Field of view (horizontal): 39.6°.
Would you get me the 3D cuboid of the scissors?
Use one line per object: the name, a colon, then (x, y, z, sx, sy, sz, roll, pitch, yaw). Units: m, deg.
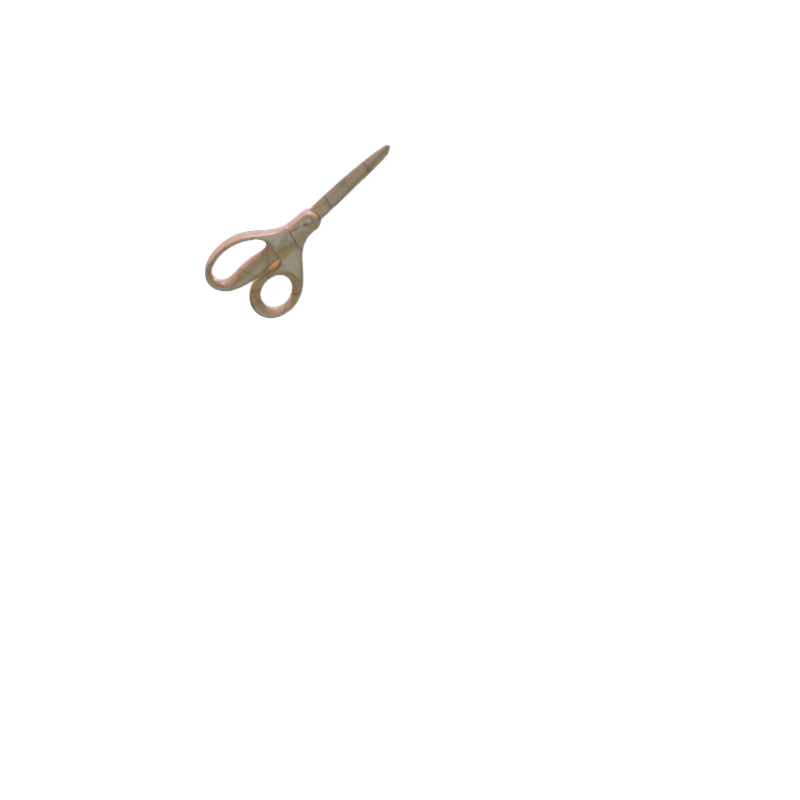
scissors: (-0.076, -0.138, 0.969, 0.202, 0.090, 0.017, -26, 26, 14)
